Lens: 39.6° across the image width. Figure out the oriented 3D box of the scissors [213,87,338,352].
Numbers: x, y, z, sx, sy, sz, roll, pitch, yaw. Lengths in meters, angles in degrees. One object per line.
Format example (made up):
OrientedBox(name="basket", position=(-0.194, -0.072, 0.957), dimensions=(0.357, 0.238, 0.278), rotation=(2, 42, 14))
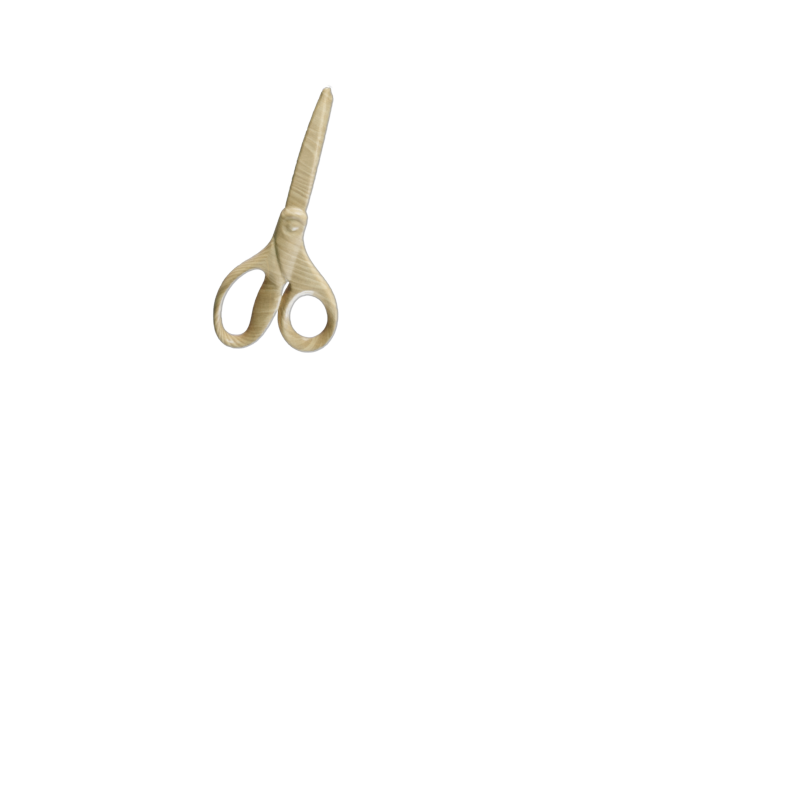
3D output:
OrientedBox(name="scissors", position=(-0.059, -0.107, 0.752), dimensions=(0.093, 0.196, 0.017), rotation=(28, 26, -15))
